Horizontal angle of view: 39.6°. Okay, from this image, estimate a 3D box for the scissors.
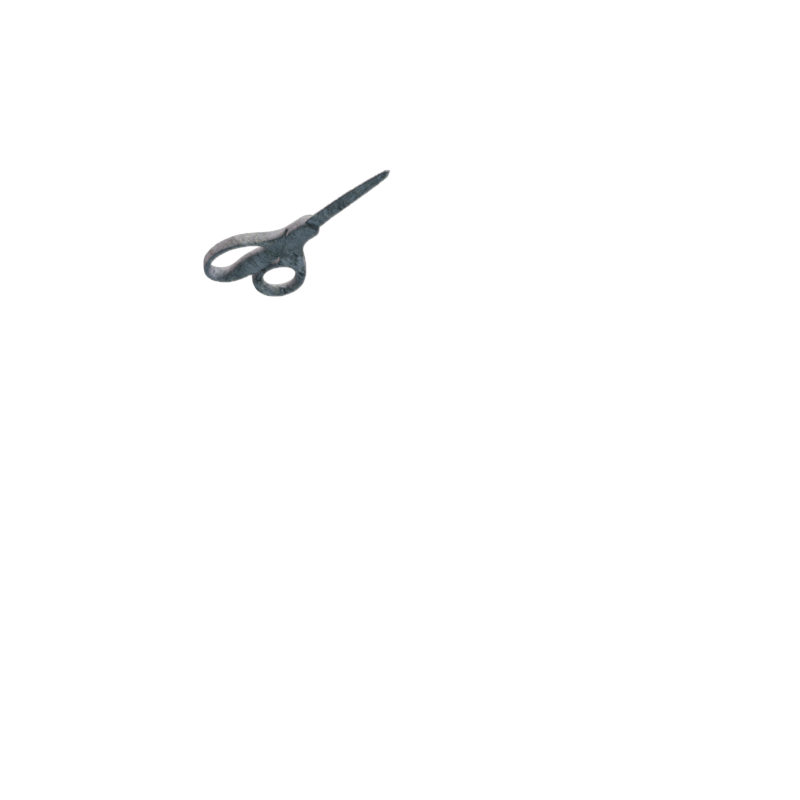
[{"bbox_3d":[-0.072,-0.131,0.915,0.204,0.017,0.089,-17,-32,28],"label":"scissors"}]
